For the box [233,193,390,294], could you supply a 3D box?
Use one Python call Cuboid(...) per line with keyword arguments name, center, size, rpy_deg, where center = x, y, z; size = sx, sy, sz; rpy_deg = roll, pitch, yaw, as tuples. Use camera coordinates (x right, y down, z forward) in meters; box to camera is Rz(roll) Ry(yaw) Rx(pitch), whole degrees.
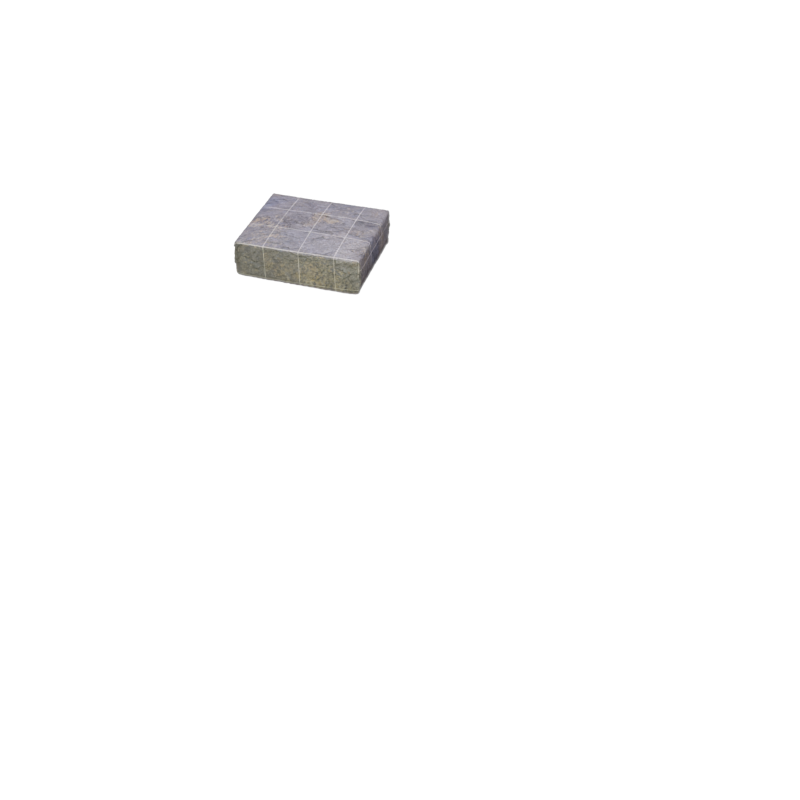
Cuboid(name="box", center=(-0.075, -0.136, 0.955), size=(0.116, 0.036, 0.094), rpy_deg=(12, 39, 14))
